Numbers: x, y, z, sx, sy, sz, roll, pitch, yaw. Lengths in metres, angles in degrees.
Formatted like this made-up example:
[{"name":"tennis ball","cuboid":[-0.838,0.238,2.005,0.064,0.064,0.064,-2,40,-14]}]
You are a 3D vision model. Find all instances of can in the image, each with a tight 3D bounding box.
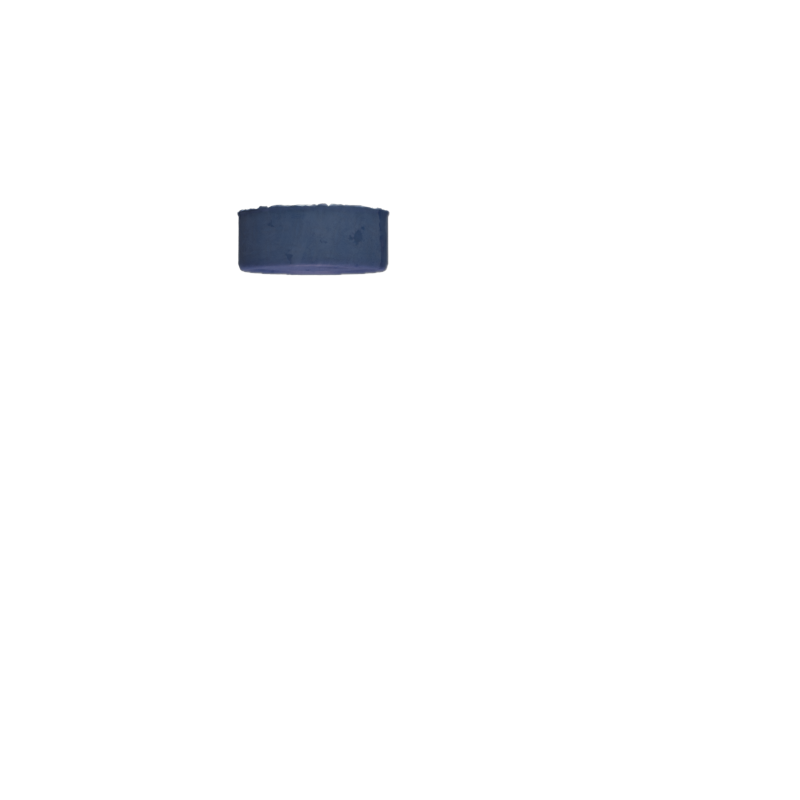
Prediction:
[{"name":"can","cuboid":[-0.049,-0.089,0.623,0.086,0.034,0.086,0,2,-2]}]
